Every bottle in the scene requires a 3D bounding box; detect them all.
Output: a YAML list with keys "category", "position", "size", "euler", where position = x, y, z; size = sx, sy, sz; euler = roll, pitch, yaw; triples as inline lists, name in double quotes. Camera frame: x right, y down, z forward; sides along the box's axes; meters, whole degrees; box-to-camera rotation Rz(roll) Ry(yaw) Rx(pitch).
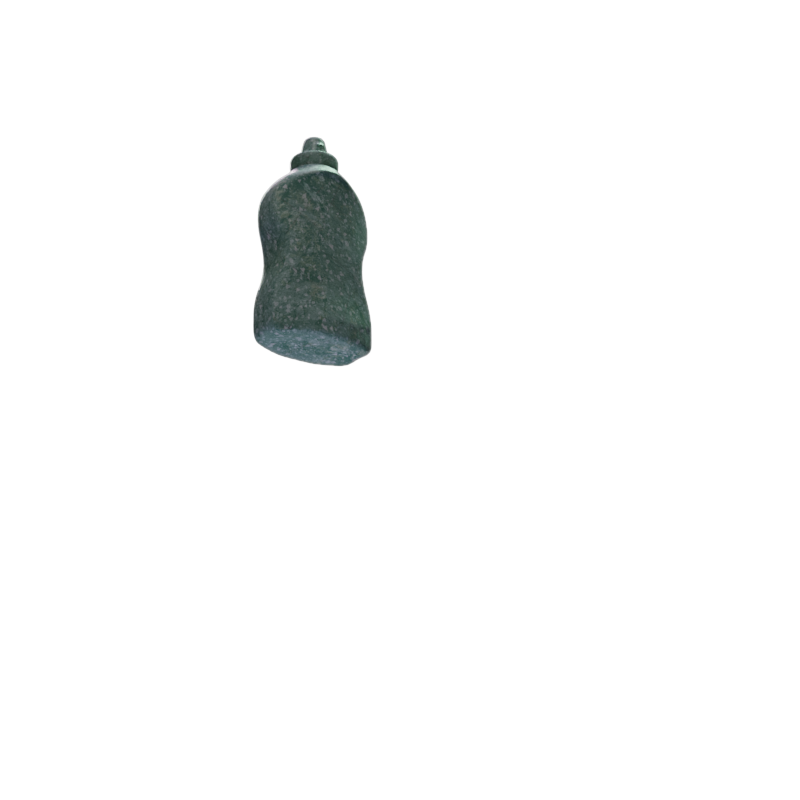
- category: "bottle"
  position: [-0.070, -0.129, 0.903]
  size: [0.091, 0.203, 0.058]
  euler: [15, -30, -31]
